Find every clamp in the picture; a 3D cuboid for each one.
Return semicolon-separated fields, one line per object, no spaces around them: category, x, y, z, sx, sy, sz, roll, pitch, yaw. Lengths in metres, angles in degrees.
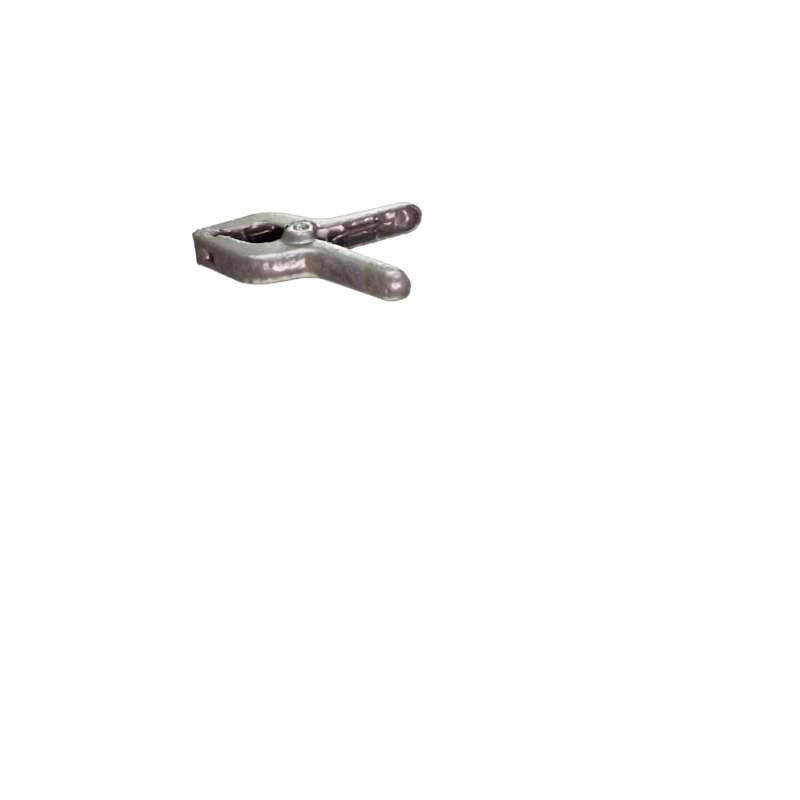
clamp;-0.064;-0.117;0.820;0.176;0.037;0.124;8;30;14
